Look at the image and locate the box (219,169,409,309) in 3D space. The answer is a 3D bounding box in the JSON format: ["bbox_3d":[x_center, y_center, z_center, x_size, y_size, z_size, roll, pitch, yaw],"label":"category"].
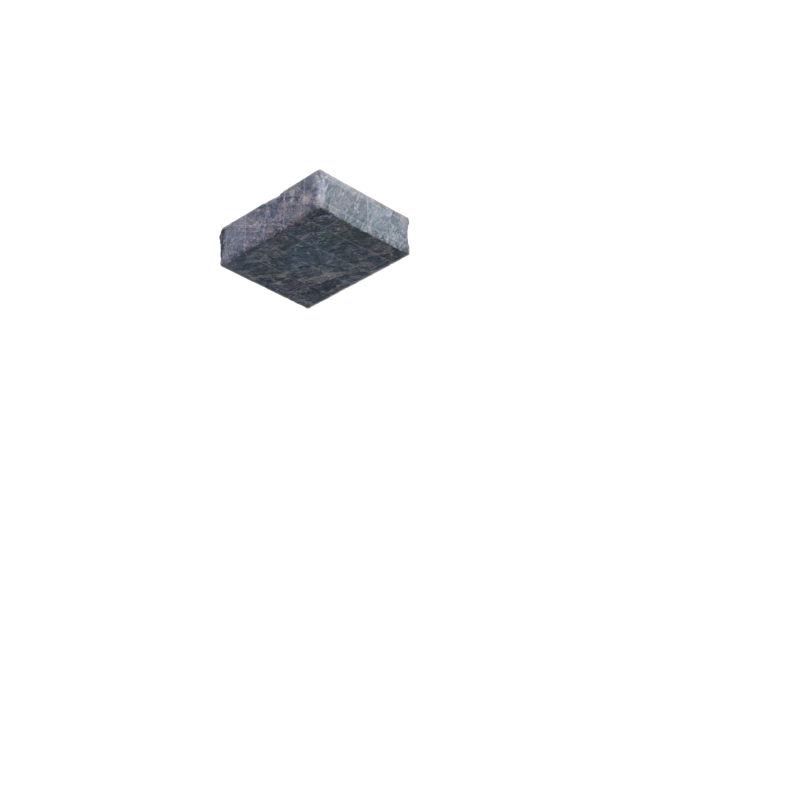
[{"bbox_3d":[-0.051,-0.093,0.651,0.089,0.032,0.068,-24,-35,39],"label":"box"}]
